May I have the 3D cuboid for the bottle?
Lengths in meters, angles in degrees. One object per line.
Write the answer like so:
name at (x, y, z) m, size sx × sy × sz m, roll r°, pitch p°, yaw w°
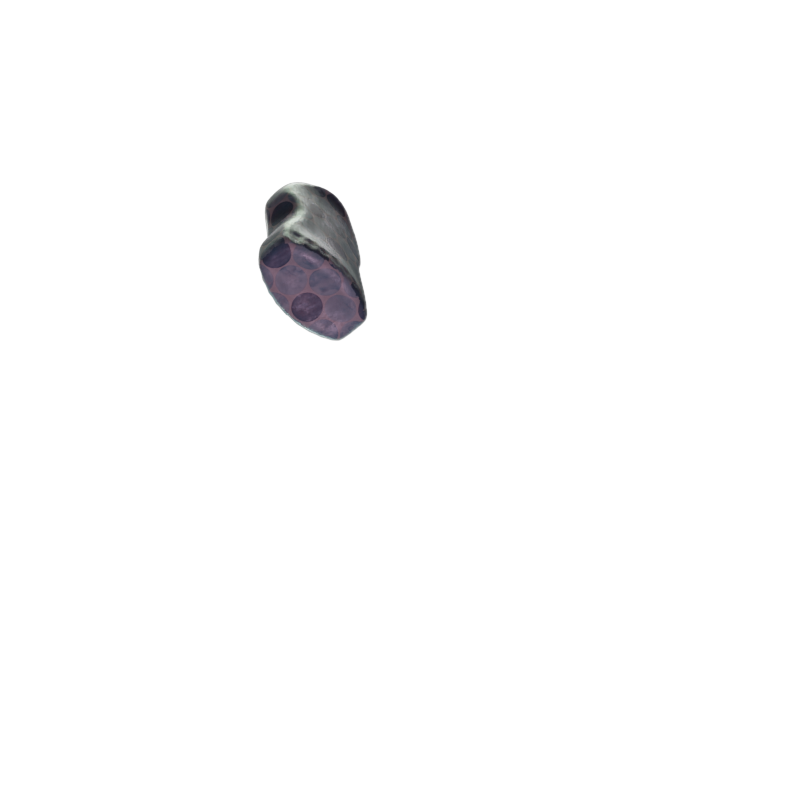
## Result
bottle at (-0.073, -0.132, 0.927) m, size 0.091 × 0.058 × 0.204 m, roll 41°, pitch 20°, yaw -24°
